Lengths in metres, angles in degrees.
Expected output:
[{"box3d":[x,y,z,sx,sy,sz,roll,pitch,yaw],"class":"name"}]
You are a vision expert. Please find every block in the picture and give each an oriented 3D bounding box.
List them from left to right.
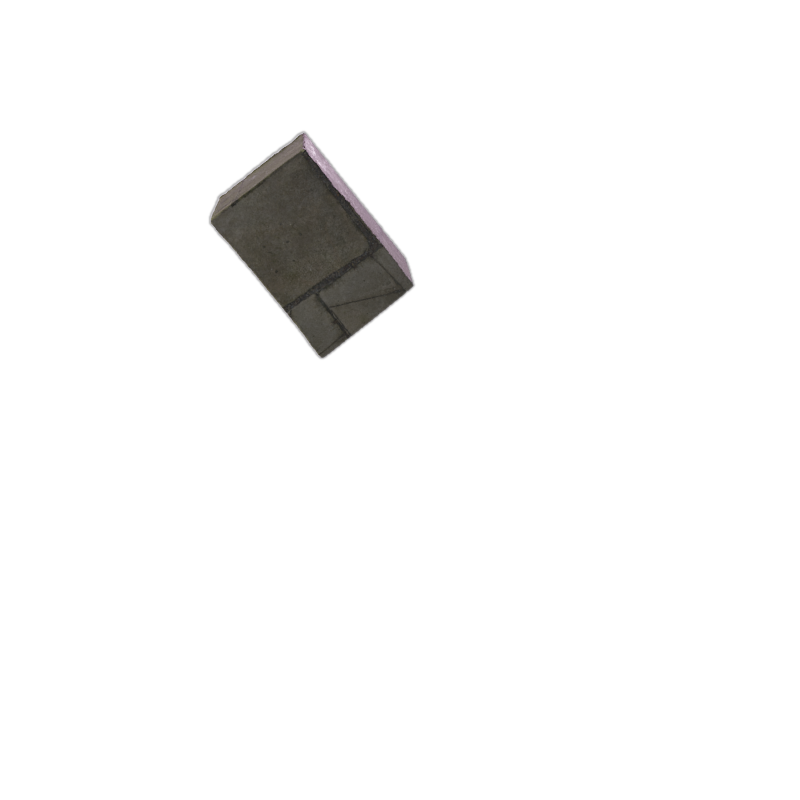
[{"box3d":[-0.038,-0.069,0.486,0.052,0.076,0.053,-37,13,8],"class":"block"}]
